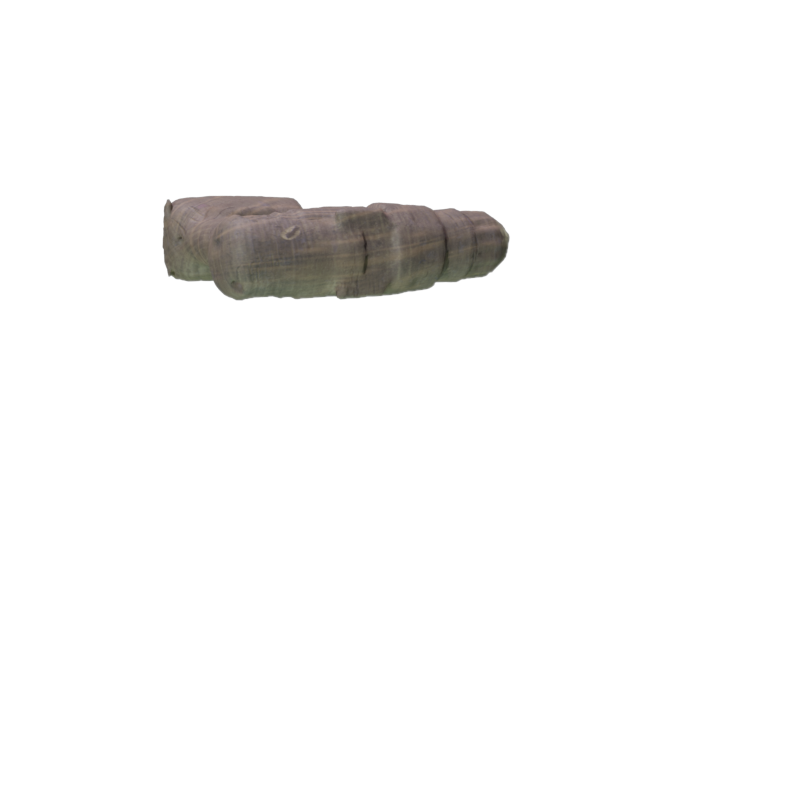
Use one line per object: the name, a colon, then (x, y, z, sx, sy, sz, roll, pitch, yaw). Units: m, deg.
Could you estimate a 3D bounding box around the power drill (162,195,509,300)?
power drill: (-0.053, -0.097, 0.681, 0.179, 0.057, 0.196, -5, 11, -29)
